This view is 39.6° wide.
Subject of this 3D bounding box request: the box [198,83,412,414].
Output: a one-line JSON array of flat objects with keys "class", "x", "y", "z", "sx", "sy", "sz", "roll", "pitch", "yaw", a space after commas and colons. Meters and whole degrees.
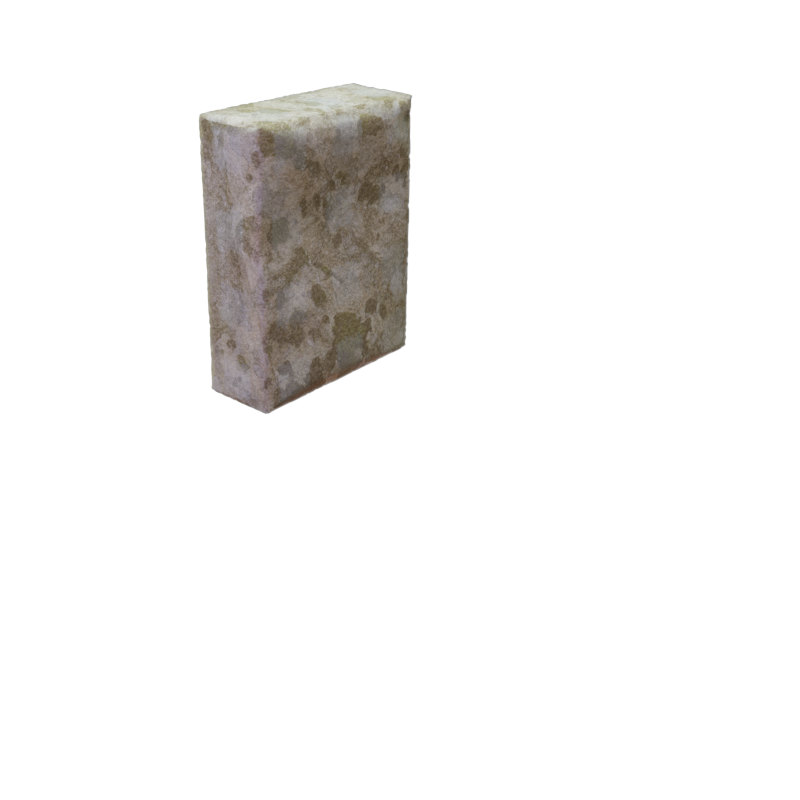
[{"class": "box", "x": -0.065, "y": -0.119, "z": 0.836, "sx": 0.076, "sy": 0.204, "sz": 0.162, "roll": 18, "pitch": 28, "yaw": 37}]
